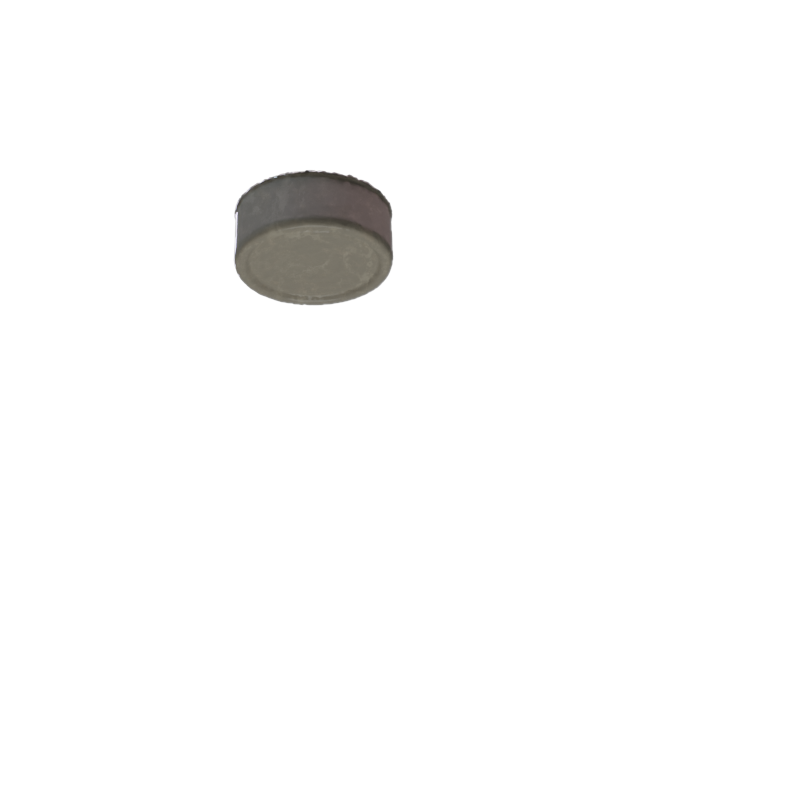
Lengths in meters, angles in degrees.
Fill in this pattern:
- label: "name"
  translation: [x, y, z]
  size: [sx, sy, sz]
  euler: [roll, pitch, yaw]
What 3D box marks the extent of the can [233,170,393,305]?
- label: "can"
  translation: [-0.046, -0.085, 0.594]
  size: [0.086, 0.036, 0.081]
  euler: [1, -27, -2]
